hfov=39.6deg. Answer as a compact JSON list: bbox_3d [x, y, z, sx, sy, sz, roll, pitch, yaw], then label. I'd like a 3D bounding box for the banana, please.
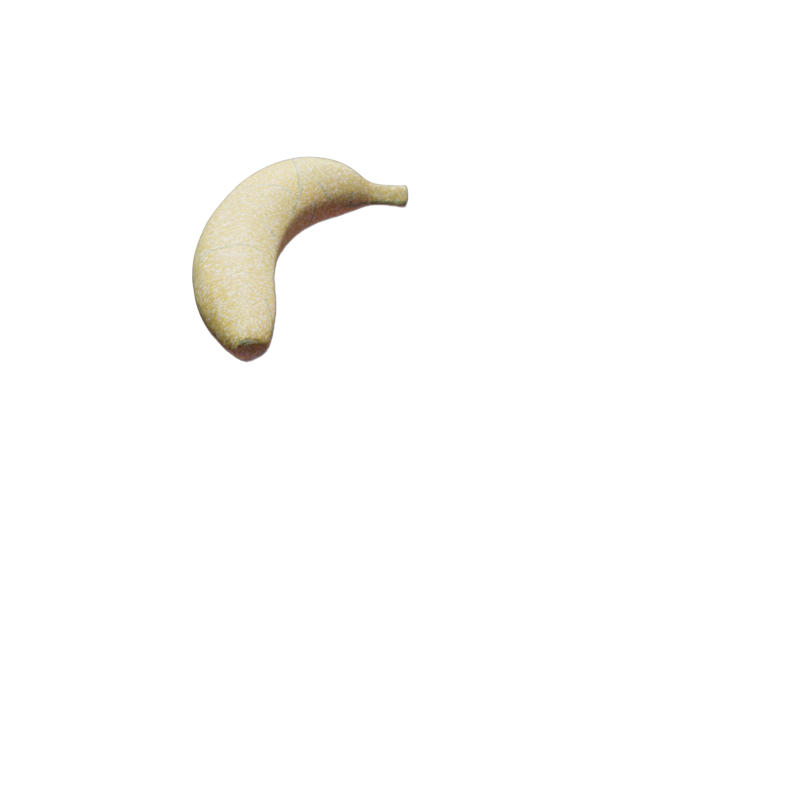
[{"bbox_3d":[-0.057,-0.079,0.523,0.072,0.035,0.203,10,32,16],"label":"banana"}]
